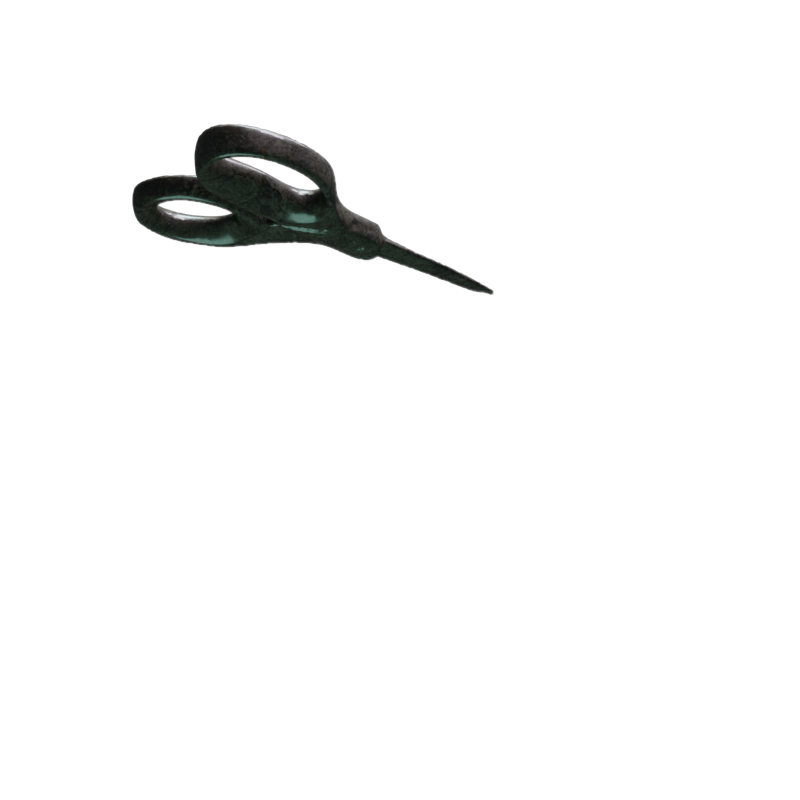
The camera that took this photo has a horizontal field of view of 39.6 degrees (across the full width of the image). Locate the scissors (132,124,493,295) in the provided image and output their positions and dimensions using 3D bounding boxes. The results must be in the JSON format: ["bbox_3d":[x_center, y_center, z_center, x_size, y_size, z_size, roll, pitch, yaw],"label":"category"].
[{"bbox_3d":[-0.039,-0.071,0.499,0.098,0.016,0.189,-9,-19,26],"label":"scissors"}]
